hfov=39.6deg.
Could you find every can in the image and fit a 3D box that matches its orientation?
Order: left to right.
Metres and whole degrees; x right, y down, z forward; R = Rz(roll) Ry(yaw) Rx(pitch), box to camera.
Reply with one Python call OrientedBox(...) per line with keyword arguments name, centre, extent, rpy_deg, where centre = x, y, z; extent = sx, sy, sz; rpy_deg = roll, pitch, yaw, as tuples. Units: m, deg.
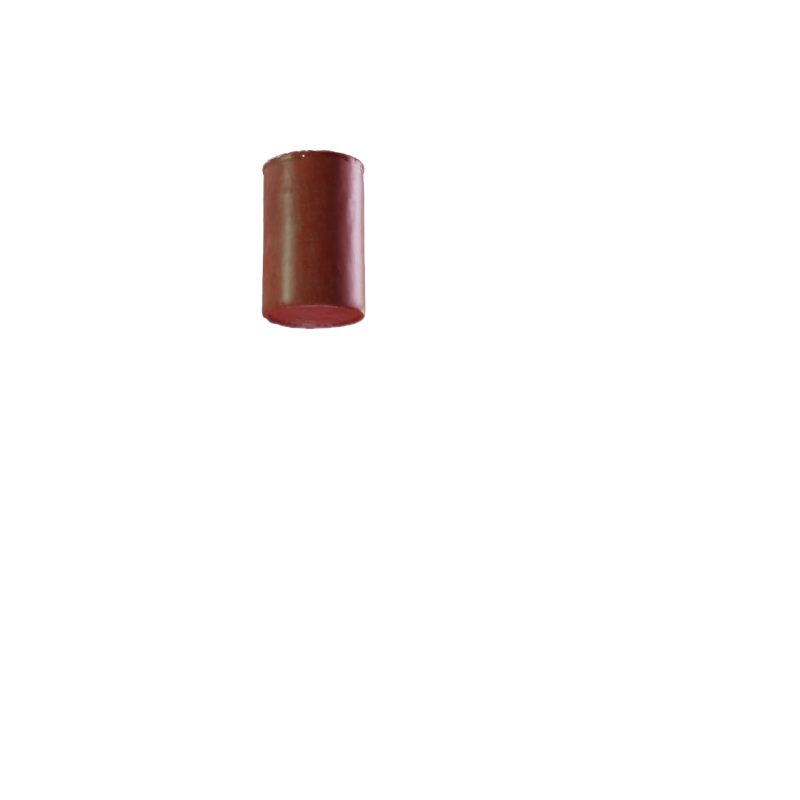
OrientedBox(name="can", centre=(-0.056, -0.103, 0.720), extent=(0.068, 0.106, 0.066), rpy_deg=(0, -14, -2))
